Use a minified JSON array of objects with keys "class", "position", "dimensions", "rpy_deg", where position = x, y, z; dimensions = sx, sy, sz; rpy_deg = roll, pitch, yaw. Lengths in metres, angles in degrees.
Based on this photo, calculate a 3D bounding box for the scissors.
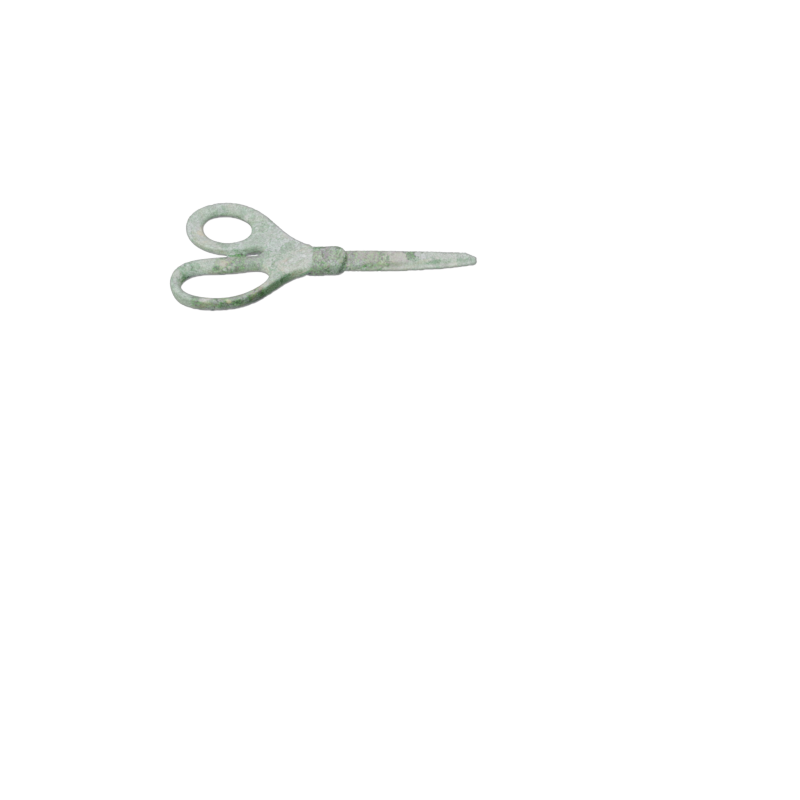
[{"class":"scissors","position":[-0.059,-0.107,0.753],"dimensions":[0.200,0.104,0.015],"rpy_deg":[-14,-36,-10]}]
